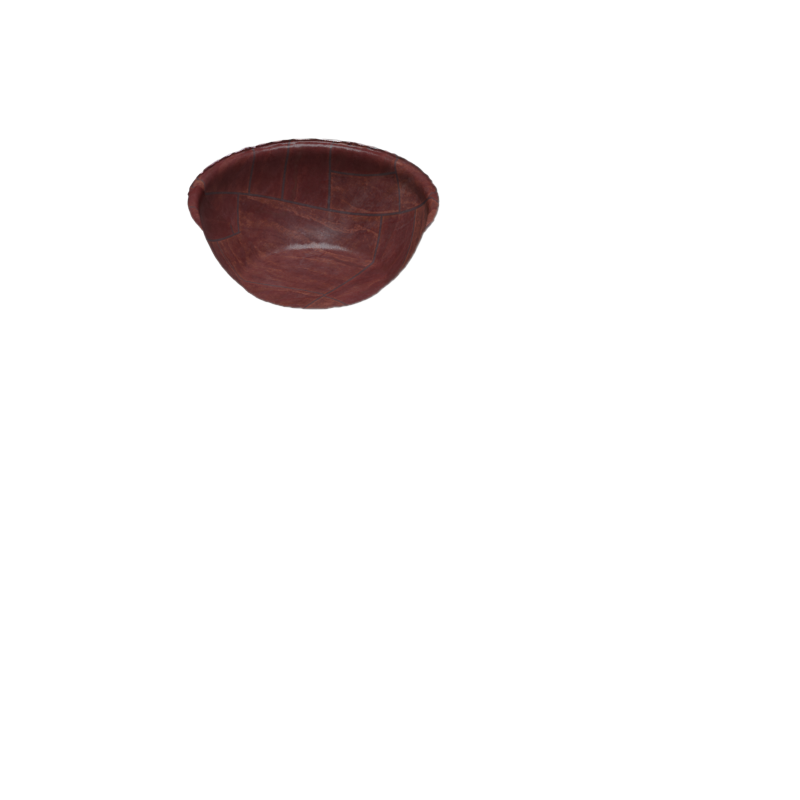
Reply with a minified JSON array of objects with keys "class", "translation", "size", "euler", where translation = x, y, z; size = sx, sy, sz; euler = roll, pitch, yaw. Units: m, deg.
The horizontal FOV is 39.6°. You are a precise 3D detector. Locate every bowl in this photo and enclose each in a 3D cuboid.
[{"class":"bowl","translation":[-0.055,-0.100,0.699],"size":[0.162,0.058,0.154],"euler":[1,-21,-2]}]
